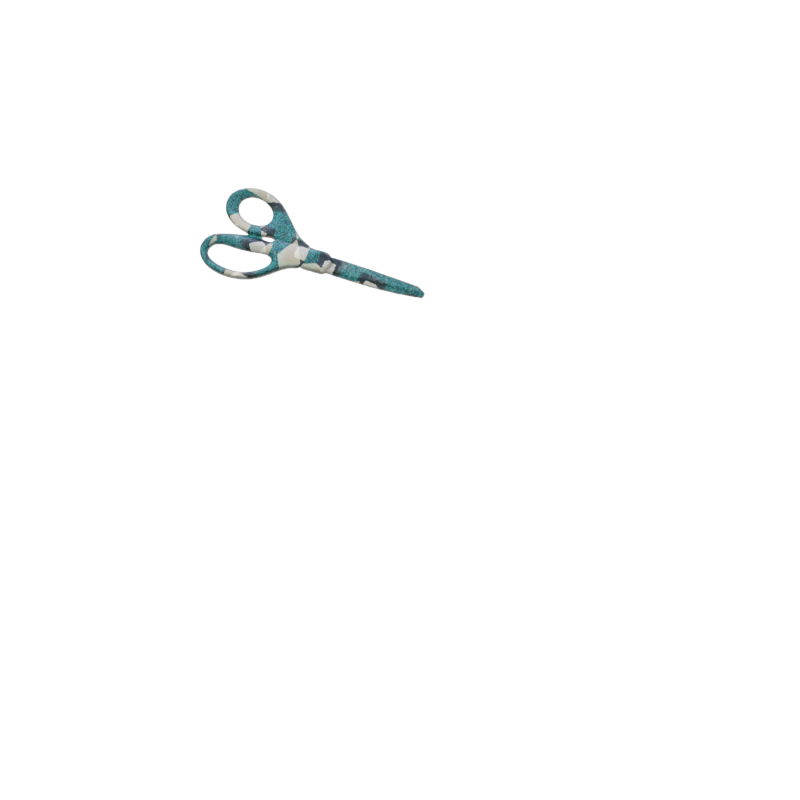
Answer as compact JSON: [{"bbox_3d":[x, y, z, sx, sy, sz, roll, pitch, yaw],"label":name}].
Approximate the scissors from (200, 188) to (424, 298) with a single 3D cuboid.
[{"bbox_3d":[-0.078,-0.143,1.000,0.202,0.101,0.015,3,-21,1],"label":"scissors"}]
